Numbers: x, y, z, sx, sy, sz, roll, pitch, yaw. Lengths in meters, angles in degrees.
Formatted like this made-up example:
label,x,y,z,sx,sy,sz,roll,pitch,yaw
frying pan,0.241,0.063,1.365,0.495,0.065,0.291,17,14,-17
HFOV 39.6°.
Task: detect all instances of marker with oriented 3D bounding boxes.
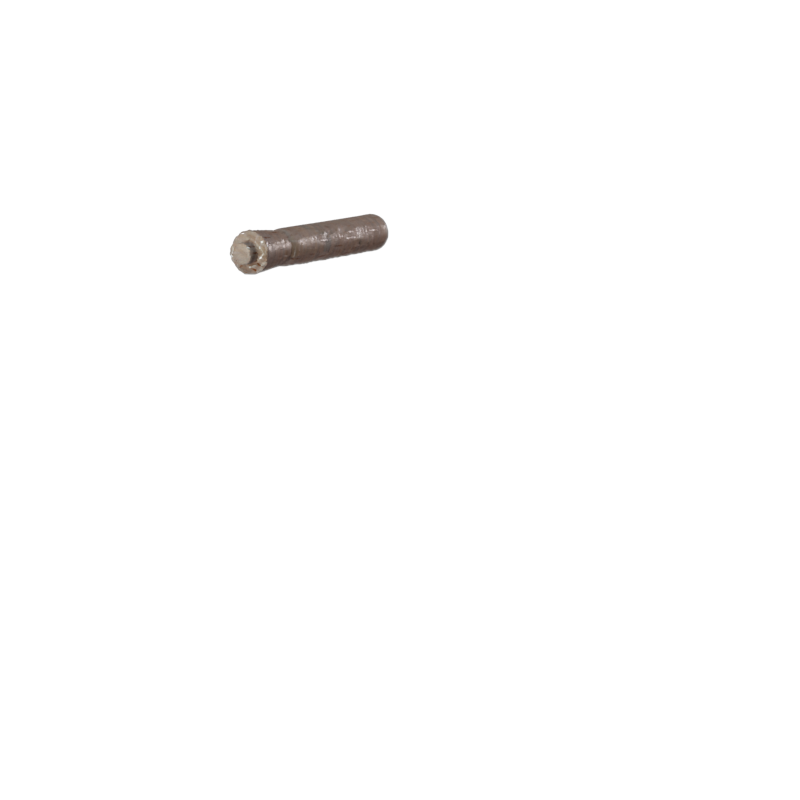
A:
label,x,y,z,sx,sy,sz,roll,pitch,yaw
marker,-0.040,-0.072,0.508,0.020,0.019,0.119,2,13,26
